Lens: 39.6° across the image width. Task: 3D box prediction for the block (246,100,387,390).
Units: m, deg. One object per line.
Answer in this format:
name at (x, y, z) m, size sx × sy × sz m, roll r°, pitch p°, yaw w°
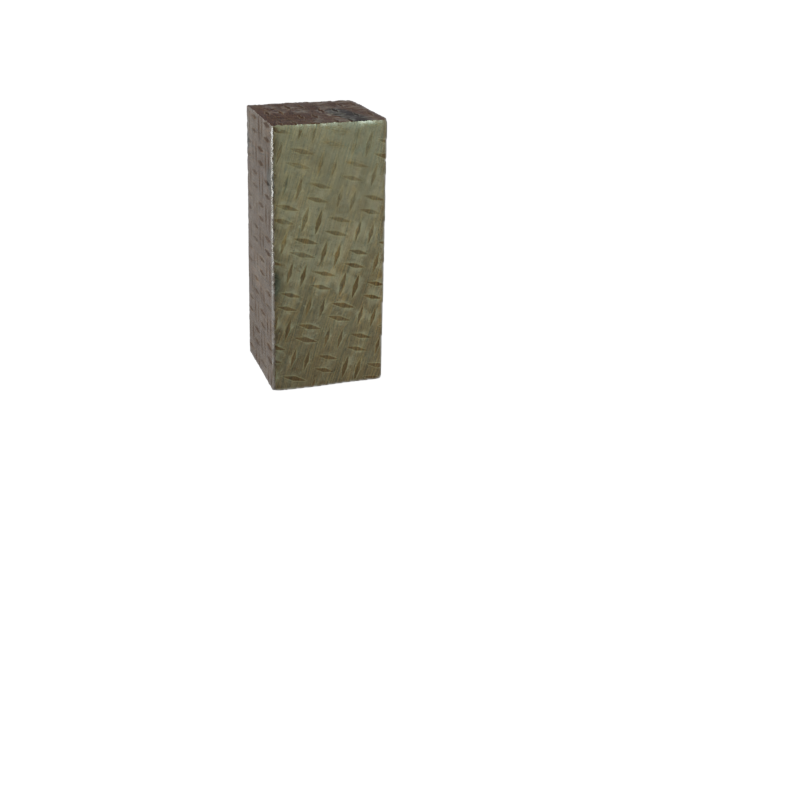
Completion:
block at (-0.067, -0.124, 0.867) m, size 0.088 × 0.198 × 0.096 m, roll -5°, pitch 19°, yaw -18°
